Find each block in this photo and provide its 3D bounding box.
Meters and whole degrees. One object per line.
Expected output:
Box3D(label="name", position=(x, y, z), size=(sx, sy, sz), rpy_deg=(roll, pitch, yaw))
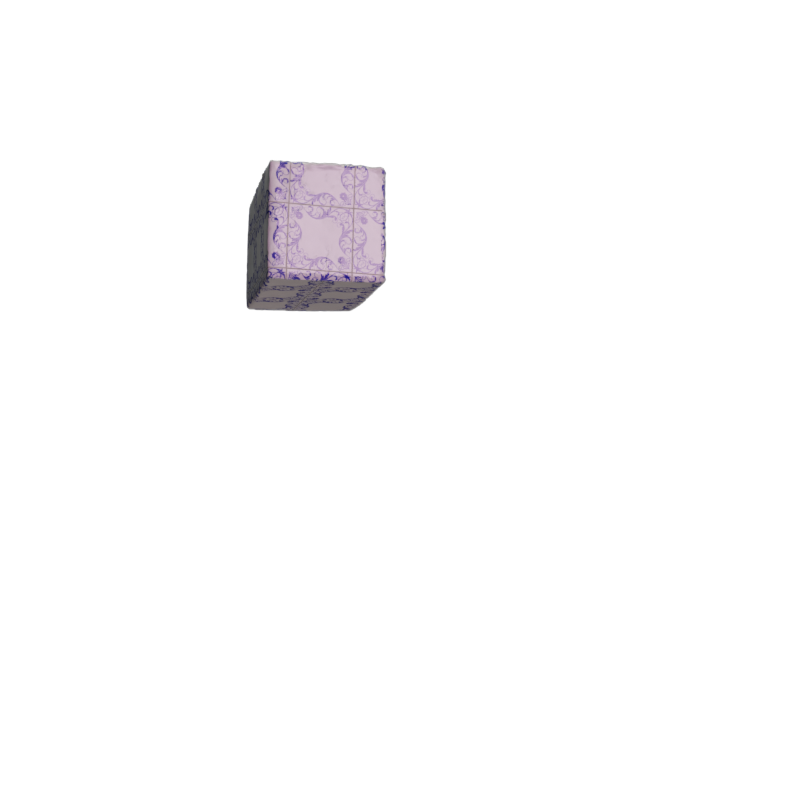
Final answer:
Box3D(label="block", position=(-0.039, -0.072, 0.503), size=(0.052, 0.053, 0.077), rpy_deg=(2, -8, -13))
